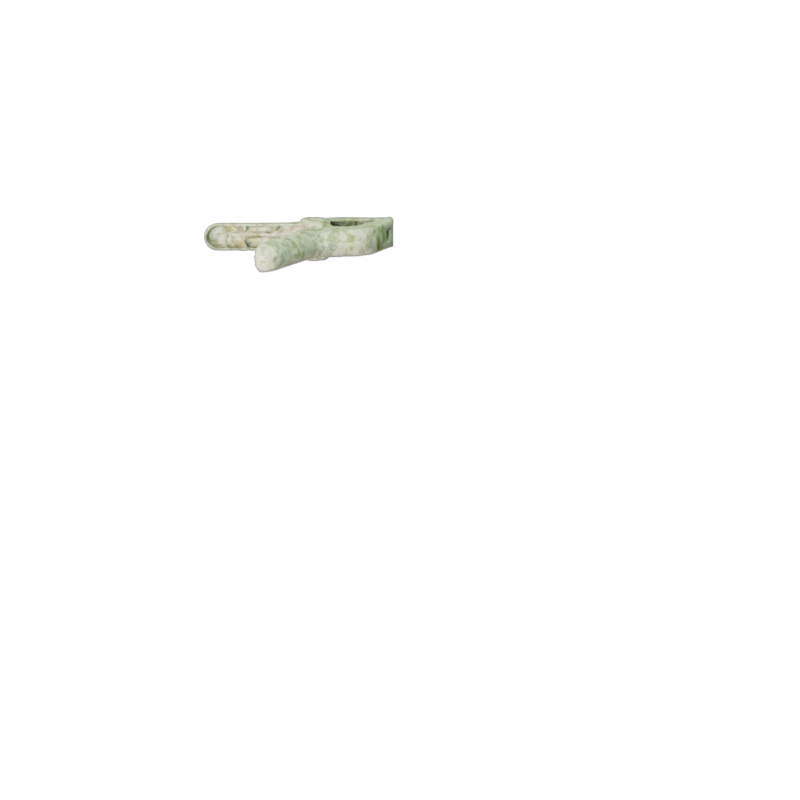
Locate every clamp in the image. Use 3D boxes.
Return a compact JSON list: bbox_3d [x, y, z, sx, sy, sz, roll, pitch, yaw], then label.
[{"bbox_3d":[-0.076,-0.139,0.972,0.168,0.037,0.128,-9,26,-19],"label":"clamp"}]
